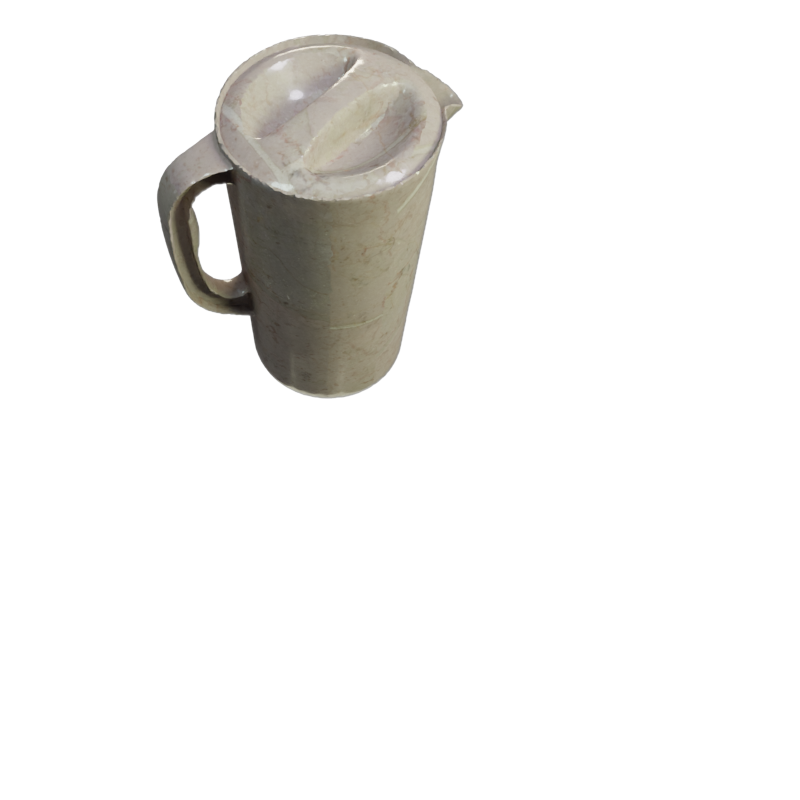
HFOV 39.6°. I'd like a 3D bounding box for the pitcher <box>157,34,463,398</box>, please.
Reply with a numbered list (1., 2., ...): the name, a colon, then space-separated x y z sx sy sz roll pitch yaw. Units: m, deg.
1. pitcher: -0.056 -0.102 0.717 0.153 0.151 0.227 18 -33 9
